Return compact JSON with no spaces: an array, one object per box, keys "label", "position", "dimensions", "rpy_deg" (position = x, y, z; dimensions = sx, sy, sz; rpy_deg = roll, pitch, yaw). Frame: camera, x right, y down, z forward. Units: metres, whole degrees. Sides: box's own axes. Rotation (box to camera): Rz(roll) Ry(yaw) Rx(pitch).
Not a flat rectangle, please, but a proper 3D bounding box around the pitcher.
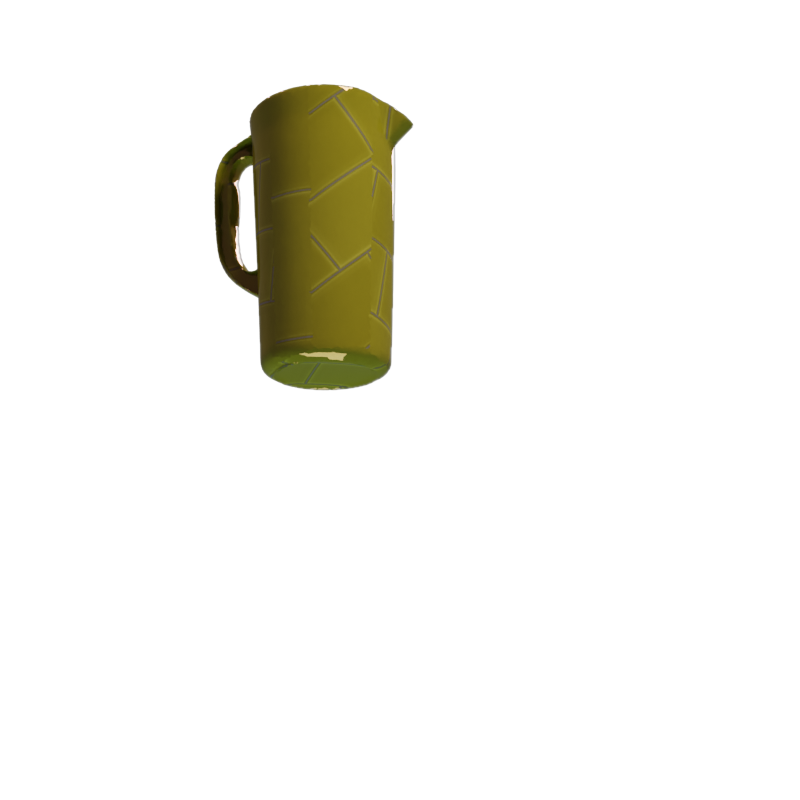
[{"label":"pitcher","position":[-0.075,-0.137,0.957],"dimensions":[0.140,0.255,0.147],"rpy_deg":[8,-22,-23]}]
